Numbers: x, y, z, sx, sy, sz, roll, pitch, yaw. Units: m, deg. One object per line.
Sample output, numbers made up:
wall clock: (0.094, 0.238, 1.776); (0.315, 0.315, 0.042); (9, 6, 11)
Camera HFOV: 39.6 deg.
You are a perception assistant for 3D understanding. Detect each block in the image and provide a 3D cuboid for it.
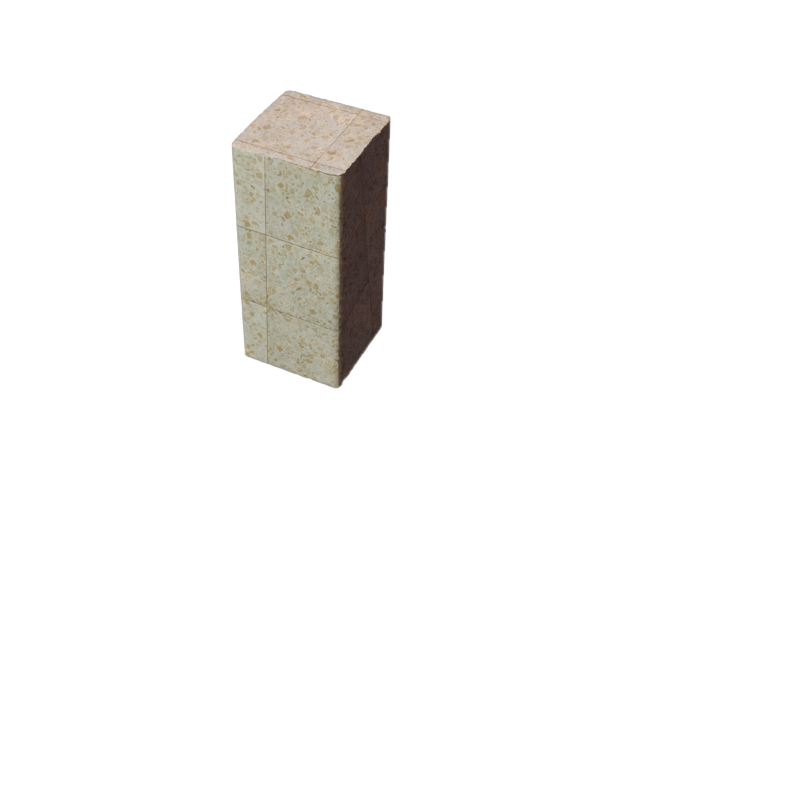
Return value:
block: (-0.068, -0.123, 0.862); (0.094, 0.192, 0.093); (19, 44, 17)
